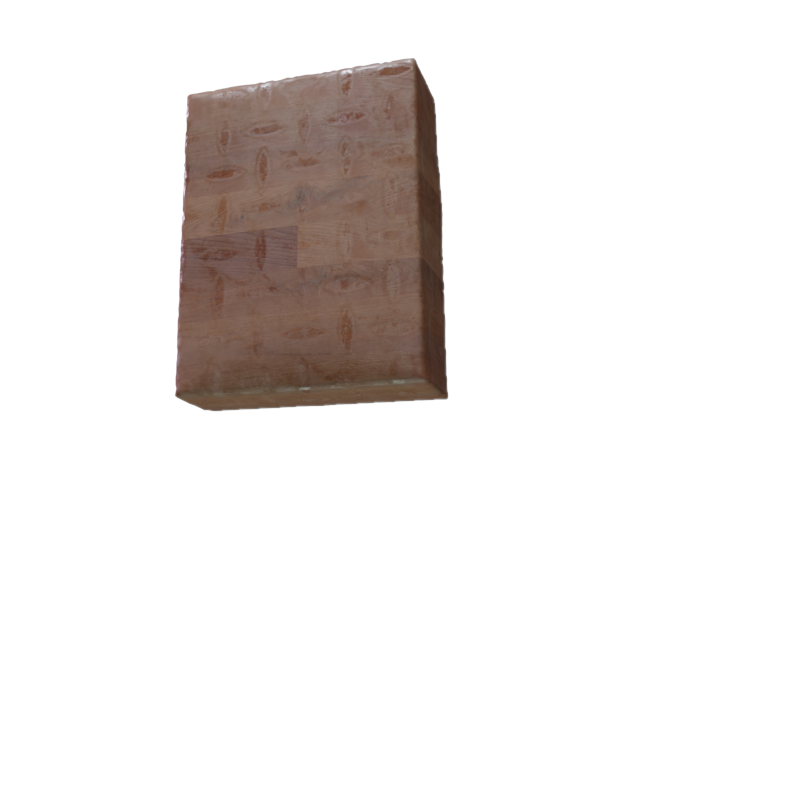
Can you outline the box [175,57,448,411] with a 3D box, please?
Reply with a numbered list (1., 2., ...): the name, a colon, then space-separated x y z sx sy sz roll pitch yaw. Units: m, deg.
1. box: -0.057 -0.104 0.730 0.167 0.223 0.068 -6 -19 16
